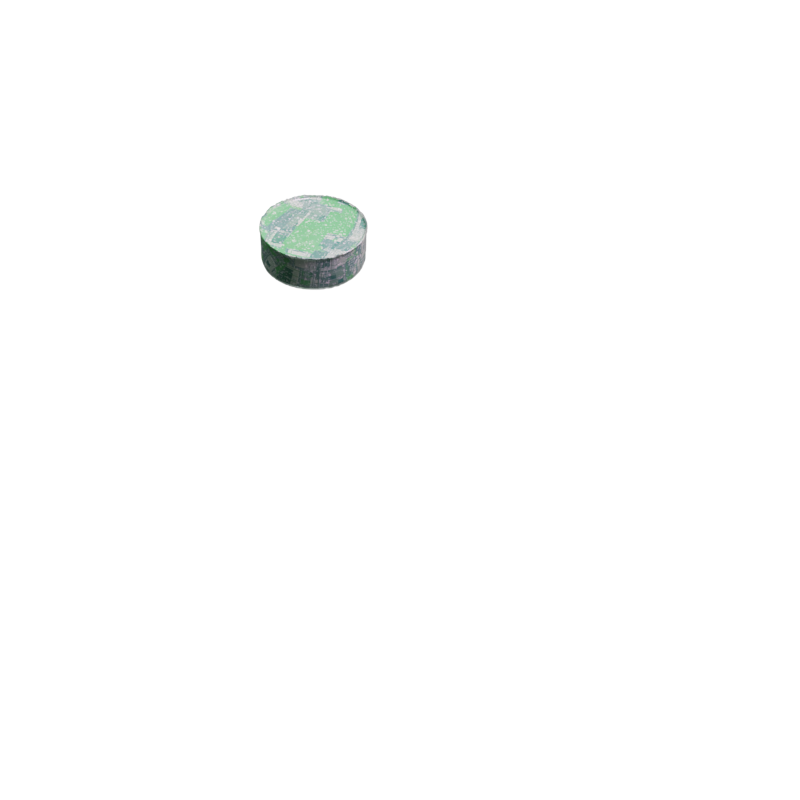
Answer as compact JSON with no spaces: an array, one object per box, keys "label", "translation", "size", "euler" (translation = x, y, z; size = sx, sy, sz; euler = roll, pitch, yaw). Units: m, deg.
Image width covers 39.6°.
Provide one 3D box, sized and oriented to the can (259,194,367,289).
[{"label":"can","translation":[-0.069,-0.126,0.886],"size":[0.086,0.031,0.092],"euler":[-1,42,-2]}]
